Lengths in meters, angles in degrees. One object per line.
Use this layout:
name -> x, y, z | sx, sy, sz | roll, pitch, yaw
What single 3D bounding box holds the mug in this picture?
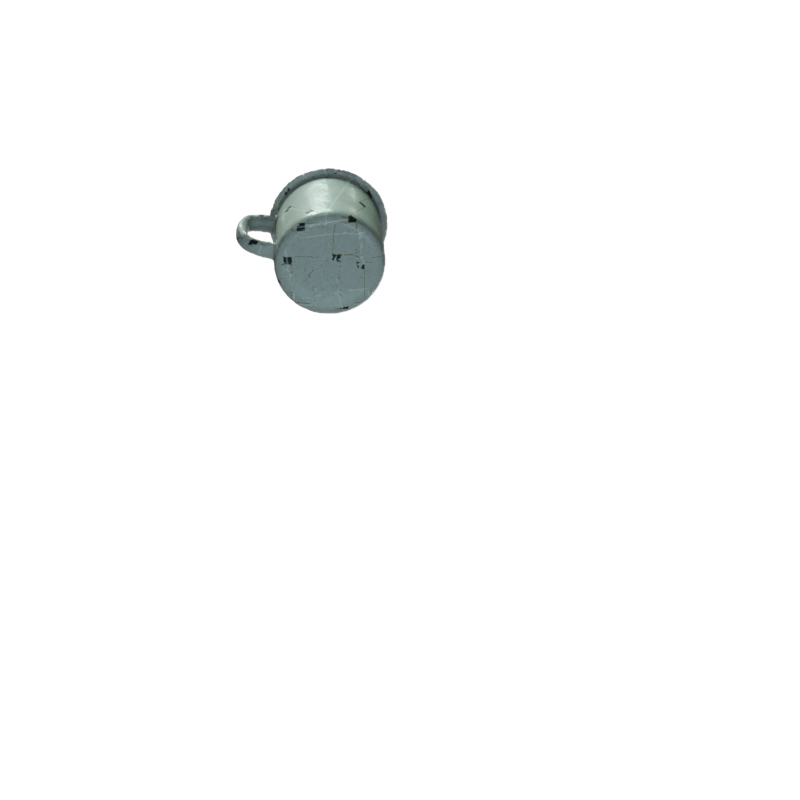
mug -> -0.065, -0.119, 0.835 | 0.116, 0.089, 0.086 | 9, 27, -6
